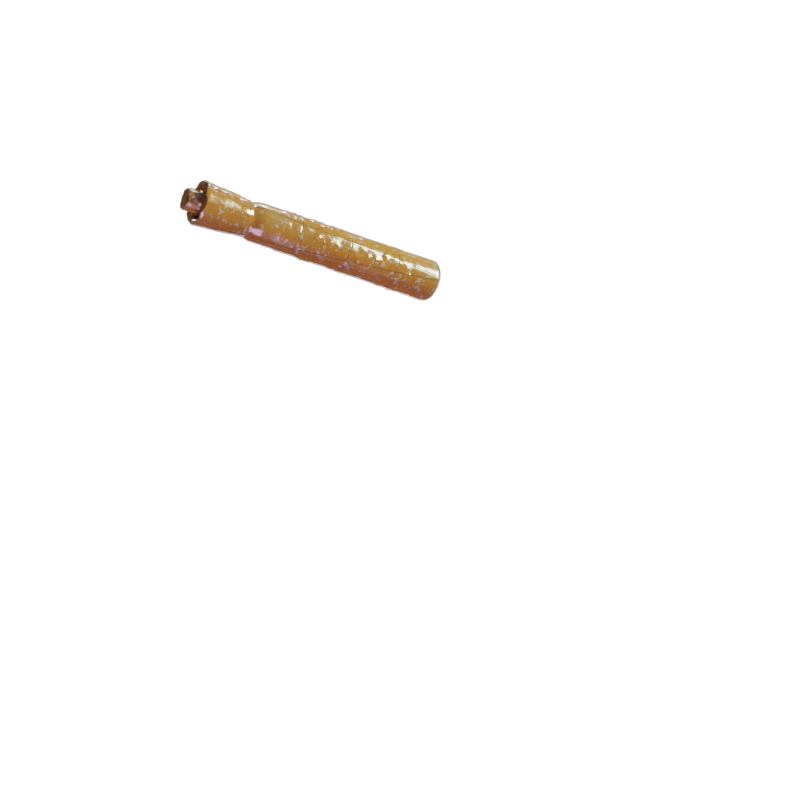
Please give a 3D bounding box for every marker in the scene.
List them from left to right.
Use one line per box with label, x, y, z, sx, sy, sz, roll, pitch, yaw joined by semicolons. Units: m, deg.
marker;-0.037;-0.067;0.468;0.115;0.020;0.020;16;-4;-27
